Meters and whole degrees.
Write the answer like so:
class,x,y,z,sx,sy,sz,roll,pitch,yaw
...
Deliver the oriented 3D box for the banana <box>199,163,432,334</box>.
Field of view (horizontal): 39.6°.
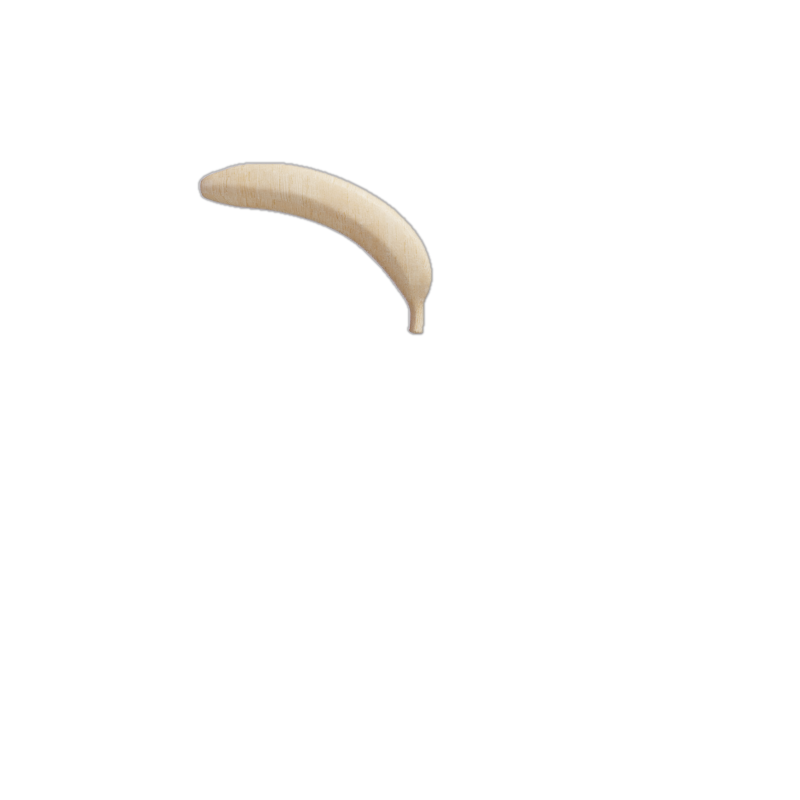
class,x,y,z,sx,sy,sz,roll,pitch,yaw
banana,-0.050,-0.128,0.809,0.201,0.070,0.036,33,-8,6
